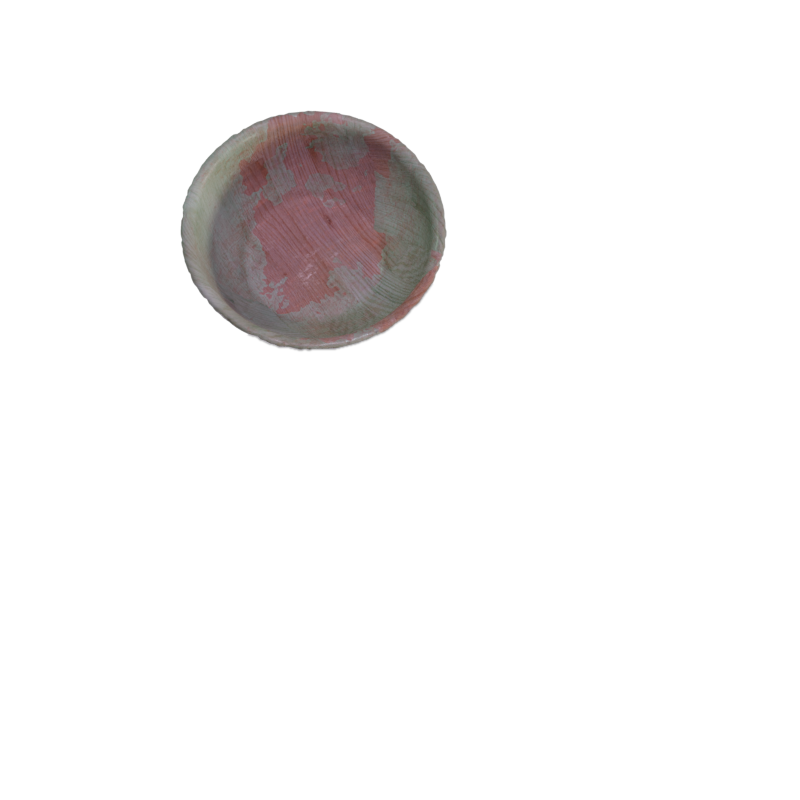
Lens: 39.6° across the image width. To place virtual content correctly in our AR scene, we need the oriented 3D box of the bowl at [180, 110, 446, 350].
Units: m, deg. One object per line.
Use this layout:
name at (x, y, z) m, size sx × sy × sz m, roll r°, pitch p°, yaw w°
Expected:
bowl at (-0.055, -0.100, 0.698) m, size 0.162 × 0.171 × 0.052 m, roll -1°, pitch -23°, yaw -1°
